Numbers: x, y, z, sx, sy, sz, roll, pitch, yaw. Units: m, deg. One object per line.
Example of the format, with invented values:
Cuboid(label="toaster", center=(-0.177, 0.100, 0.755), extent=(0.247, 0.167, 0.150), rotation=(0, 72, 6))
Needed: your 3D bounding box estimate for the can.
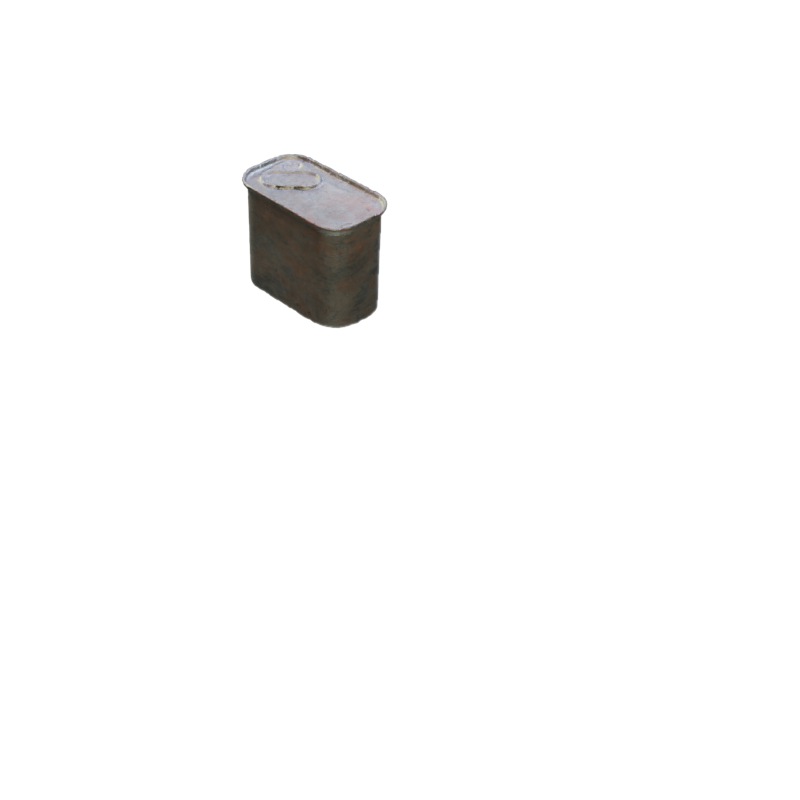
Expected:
Cuboid(label="can", center=(-0.059, -0.107, 0.751), extent=(0.057, 0.078, 0.109), rotation=(-29, 47, -35))
